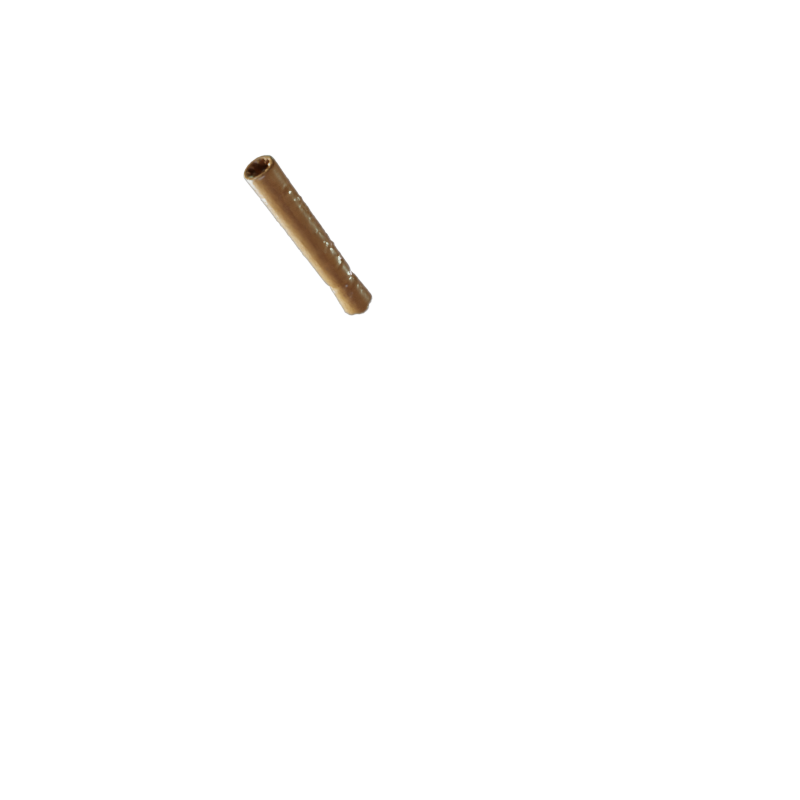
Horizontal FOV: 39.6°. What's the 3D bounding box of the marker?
[{"bbox_3d":[-0.048,-0.088,0.615,0.020,0.020,0.112,2,-36,38],"label":"marker"}]
